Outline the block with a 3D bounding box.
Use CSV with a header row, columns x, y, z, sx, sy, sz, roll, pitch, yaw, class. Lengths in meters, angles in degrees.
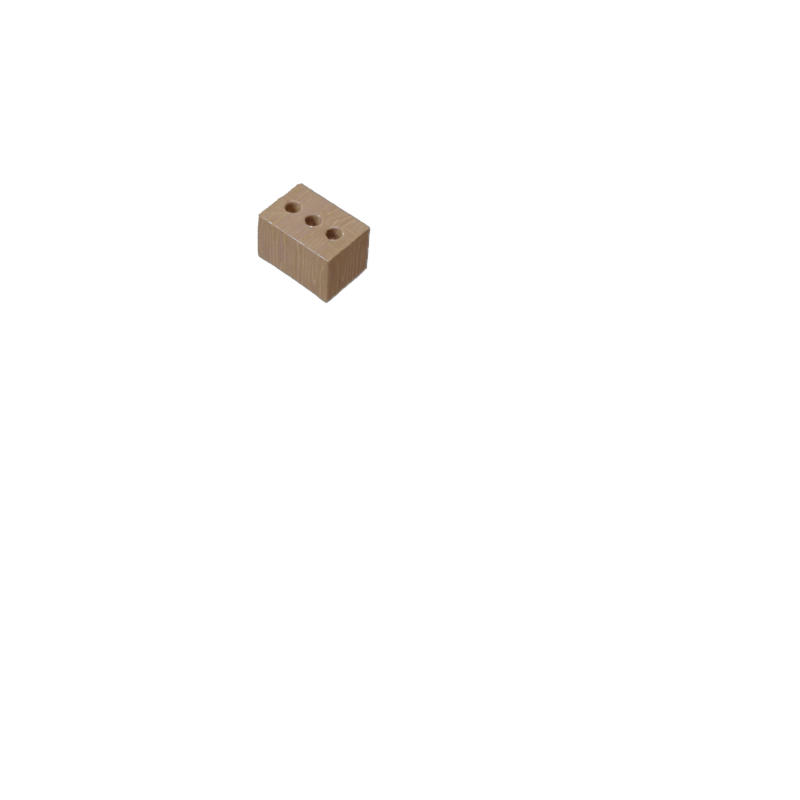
x,y,z,sx,sy,sz,roll,pitch,yaw,class
-0.070,-0.127,0.891,0.082,0.048,0.053,34,57,24,block
